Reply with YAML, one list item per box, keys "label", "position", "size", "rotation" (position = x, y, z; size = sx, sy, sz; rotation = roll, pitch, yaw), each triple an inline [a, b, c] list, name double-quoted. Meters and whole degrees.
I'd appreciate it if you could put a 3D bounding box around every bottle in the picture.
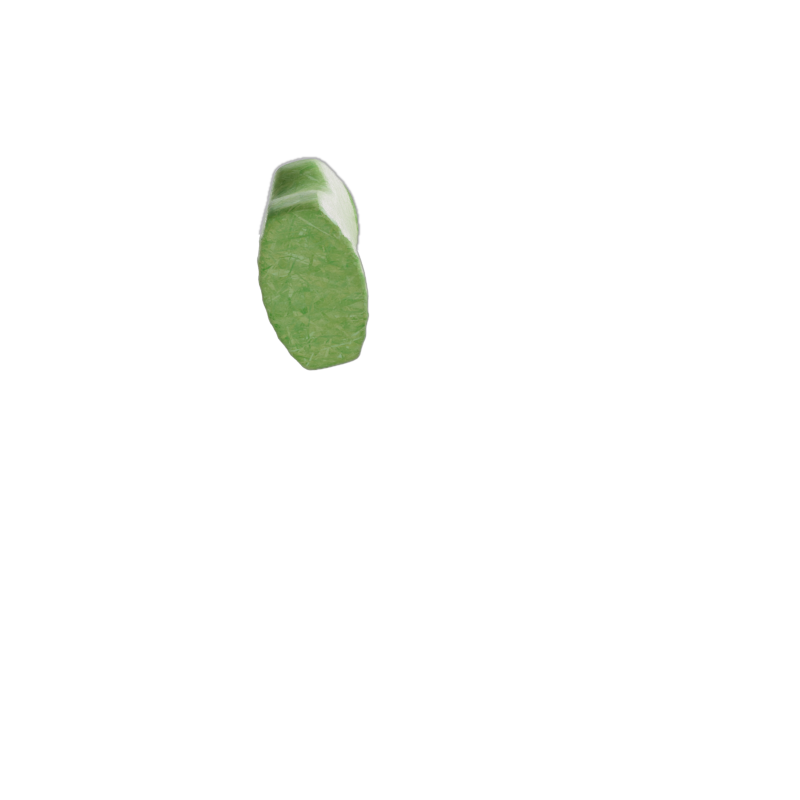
- label: "bottle"
  position: [-0.053, -0.098, 0.688]
  size: [0.058, 0.091, 0.201]
  rotation: [-15, 23, 2]
